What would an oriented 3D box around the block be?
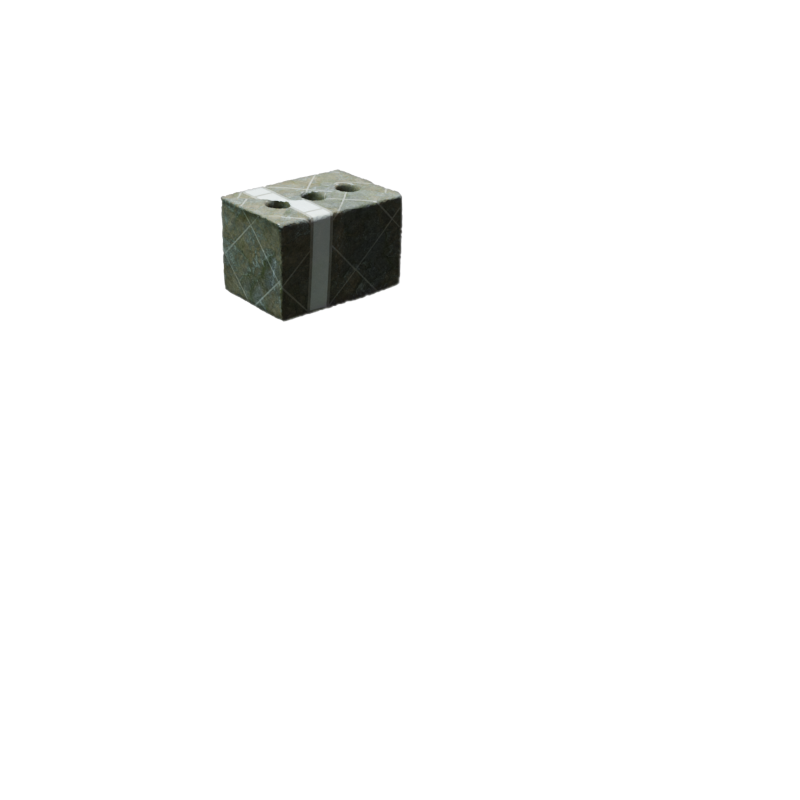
[{"bbox_3d":[-0.044,-0.080,0.560,0.077,0.049,0.056,-20,32,-36],"label":"block"}]
